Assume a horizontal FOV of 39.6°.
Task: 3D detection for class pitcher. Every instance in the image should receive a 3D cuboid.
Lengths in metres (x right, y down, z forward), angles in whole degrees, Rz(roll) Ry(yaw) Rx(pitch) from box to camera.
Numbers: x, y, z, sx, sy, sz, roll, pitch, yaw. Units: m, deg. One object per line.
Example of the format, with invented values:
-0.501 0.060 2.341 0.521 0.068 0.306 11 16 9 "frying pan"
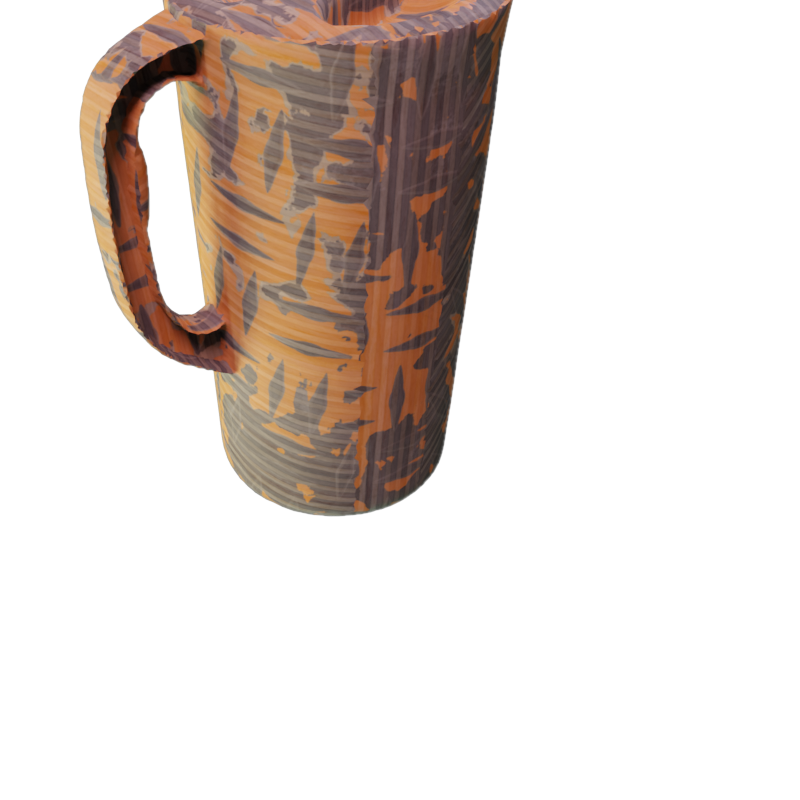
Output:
-0.037 -0.068 0.475 0.151 0.228 0.153 7 35 7 "pitcher"
